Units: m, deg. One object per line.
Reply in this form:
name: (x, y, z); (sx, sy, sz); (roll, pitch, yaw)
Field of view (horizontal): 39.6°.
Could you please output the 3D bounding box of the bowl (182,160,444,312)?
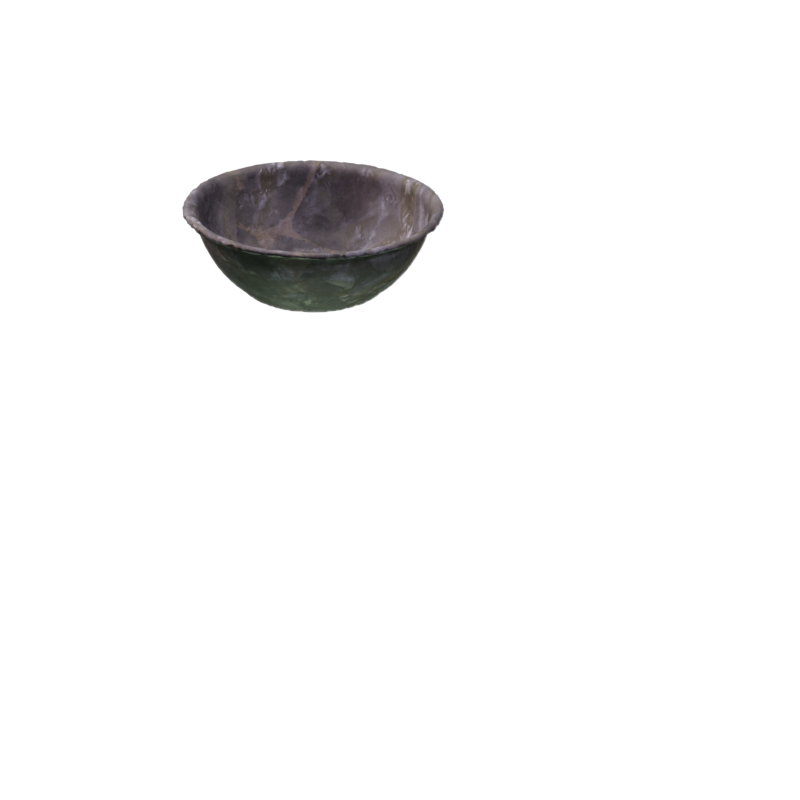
bowl: (-0.055, -0.099, 0.696); (0.162, 0.052, 0.172); (-1, 29, -2)
